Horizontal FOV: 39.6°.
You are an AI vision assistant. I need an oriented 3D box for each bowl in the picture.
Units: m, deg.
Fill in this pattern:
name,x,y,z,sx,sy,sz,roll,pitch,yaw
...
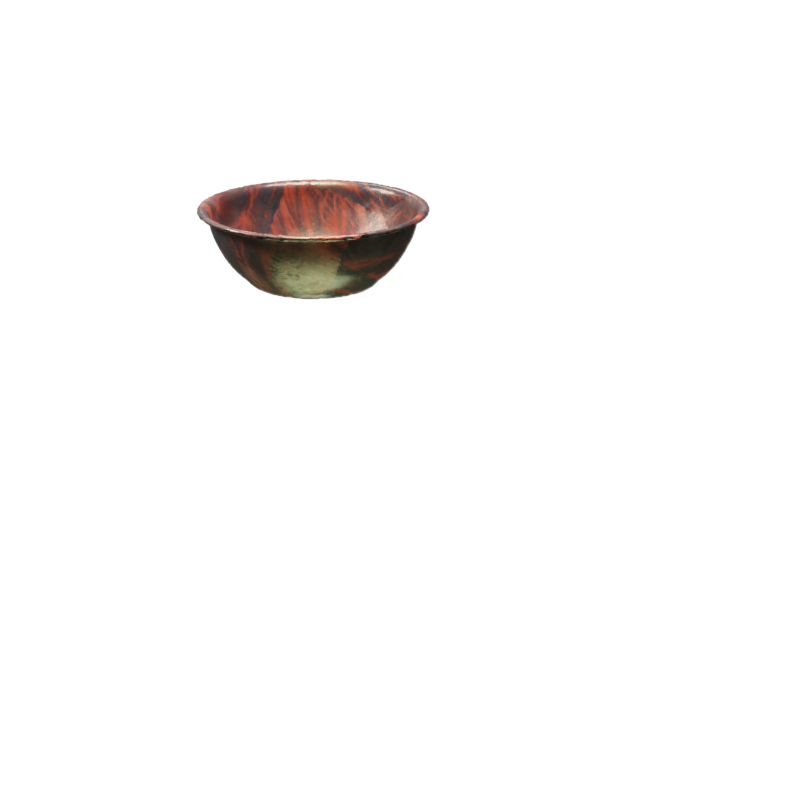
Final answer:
name,x,y,z,sx,sy,sz,roll,pitch,yaw
bowl,-0.061,-0.111,0.778,0.162,0.053,0.170,-1,23,-2
